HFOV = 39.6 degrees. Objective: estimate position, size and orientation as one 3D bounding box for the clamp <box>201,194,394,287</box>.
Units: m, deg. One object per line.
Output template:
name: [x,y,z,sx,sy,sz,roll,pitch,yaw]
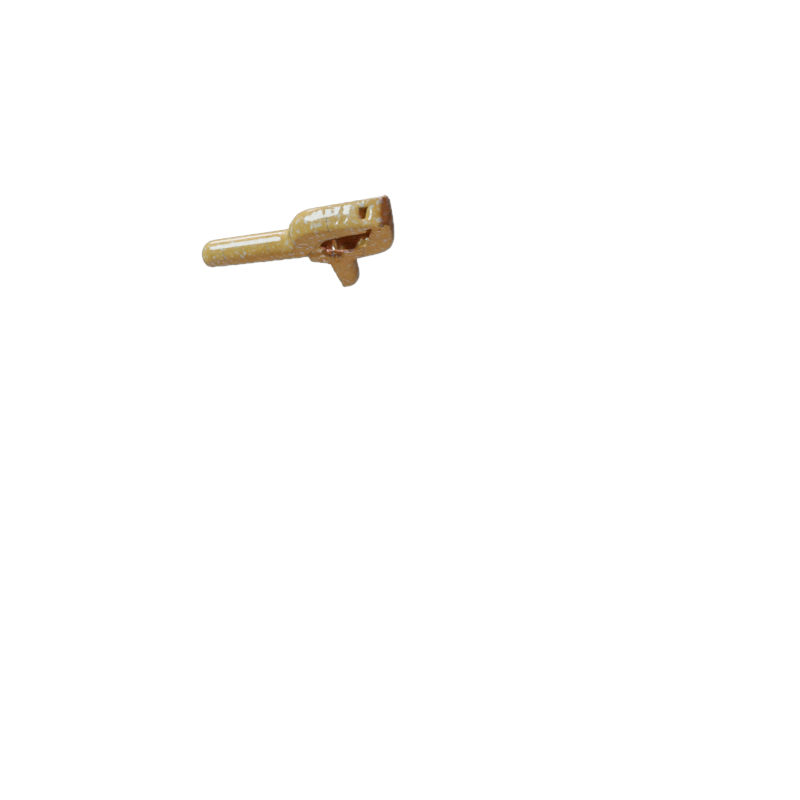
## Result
clamp: [-0.078,-0.142,0.997,0.159,0.037,0.210,4,-9,-23]
